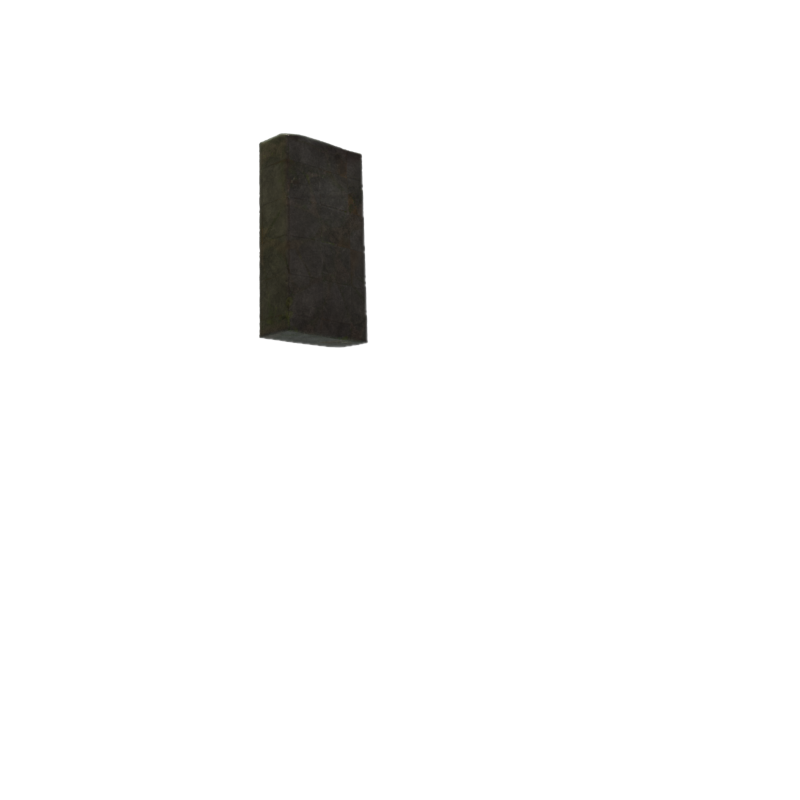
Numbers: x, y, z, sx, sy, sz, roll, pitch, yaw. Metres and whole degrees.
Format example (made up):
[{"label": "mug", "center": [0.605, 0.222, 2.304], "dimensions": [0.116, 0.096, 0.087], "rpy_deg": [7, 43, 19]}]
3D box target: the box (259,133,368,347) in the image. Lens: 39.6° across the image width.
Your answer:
[{"label": "box", "center": [-0.075, -0.137, 0.962], "dimensions": [0.089, 0.182, 0.049], "rpy_deg": [10, -18, -41]}]
